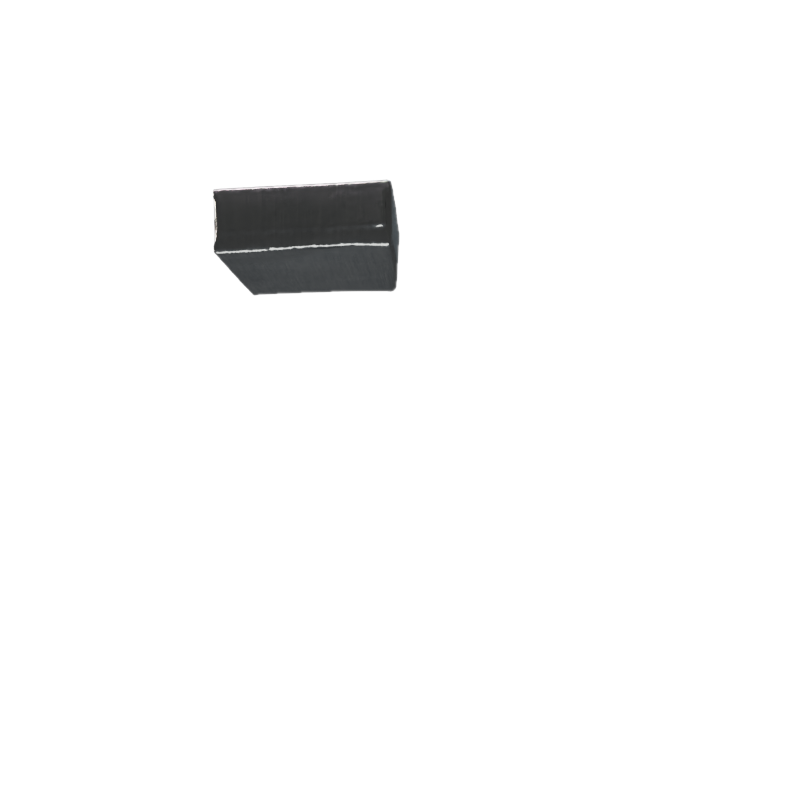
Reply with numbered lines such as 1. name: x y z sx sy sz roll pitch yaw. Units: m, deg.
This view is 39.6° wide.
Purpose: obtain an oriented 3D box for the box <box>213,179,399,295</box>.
1. box: -0.047 -0.085 0.597 0.090 0.040 0.109 -1 -9 4
